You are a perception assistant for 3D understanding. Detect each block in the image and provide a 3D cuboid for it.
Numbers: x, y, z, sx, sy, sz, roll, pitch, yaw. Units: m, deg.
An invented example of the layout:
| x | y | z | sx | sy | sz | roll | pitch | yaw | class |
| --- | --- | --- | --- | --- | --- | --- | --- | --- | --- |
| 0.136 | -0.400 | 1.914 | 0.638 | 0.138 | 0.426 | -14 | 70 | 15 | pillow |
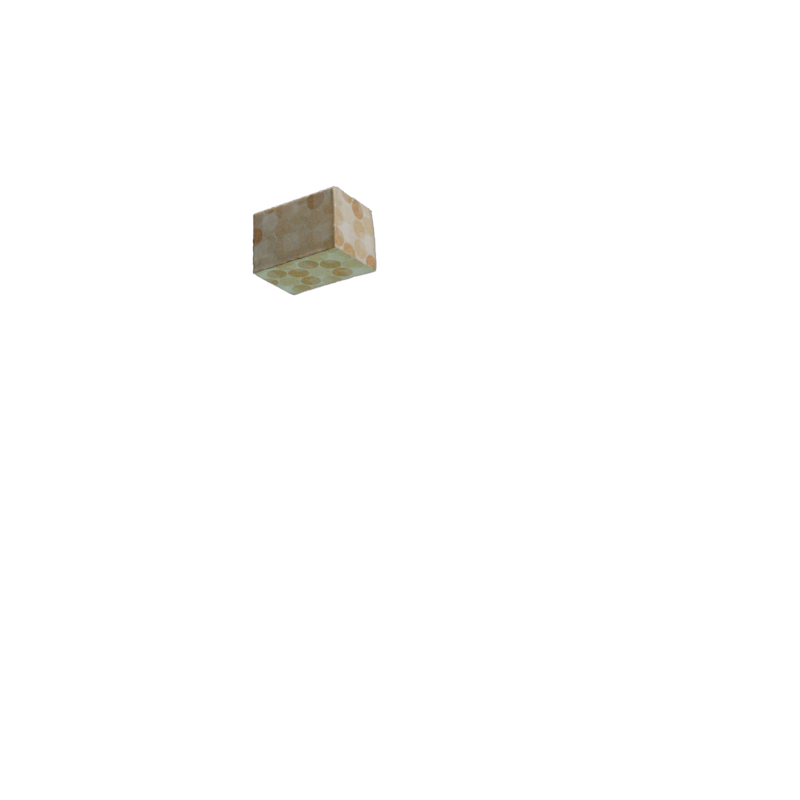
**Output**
| x | y | z | sx | sy | sz | roll | pitch | yaw | class |
| --- | --- | --- | --- | --- | --- | --- | --- | --- | --- |
| -0.064 | -0.117 | 0.819 | 0.079 | 0.054 | 0.049 | -13 | -25 | 30 | block |
